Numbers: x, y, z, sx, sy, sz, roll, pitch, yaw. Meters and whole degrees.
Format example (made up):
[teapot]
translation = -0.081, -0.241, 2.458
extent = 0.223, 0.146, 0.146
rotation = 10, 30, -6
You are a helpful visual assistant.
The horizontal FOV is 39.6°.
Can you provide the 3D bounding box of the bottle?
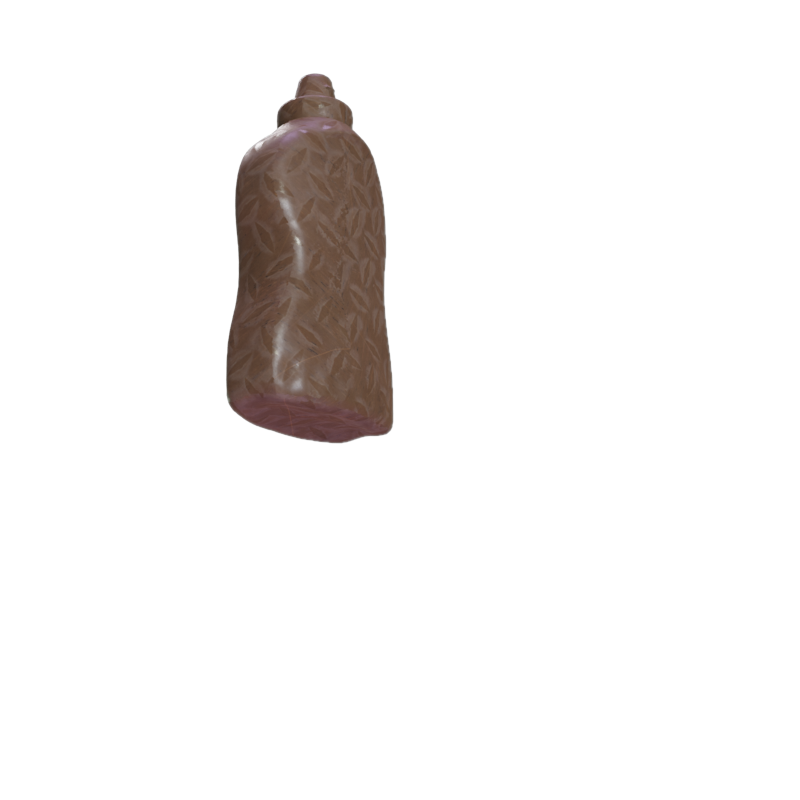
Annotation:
[bottle]
translation = -0.044, -0.081, 0.567
extent = 0.059, 0.202, 0.090
rotation = -18, -27, 35
